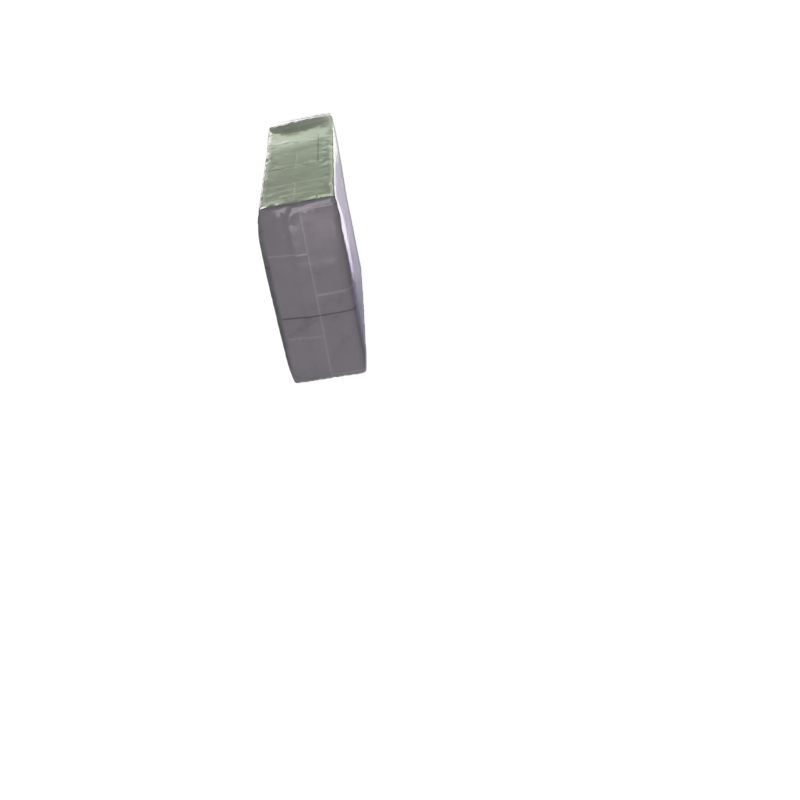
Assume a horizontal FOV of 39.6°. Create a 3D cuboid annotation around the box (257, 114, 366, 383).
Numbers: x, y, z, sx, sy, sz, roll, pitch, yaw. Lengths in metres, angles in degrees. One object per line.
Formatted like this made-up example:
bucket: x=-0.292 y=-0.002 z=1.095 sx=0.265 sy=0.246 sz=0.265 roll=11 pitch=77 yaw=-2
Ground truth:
box: x=-0.078 y=-0.141 z=0.991 sx=0.072 sy=0.154 sz=0.227 roll=-10 pitch=29 yaw=1
